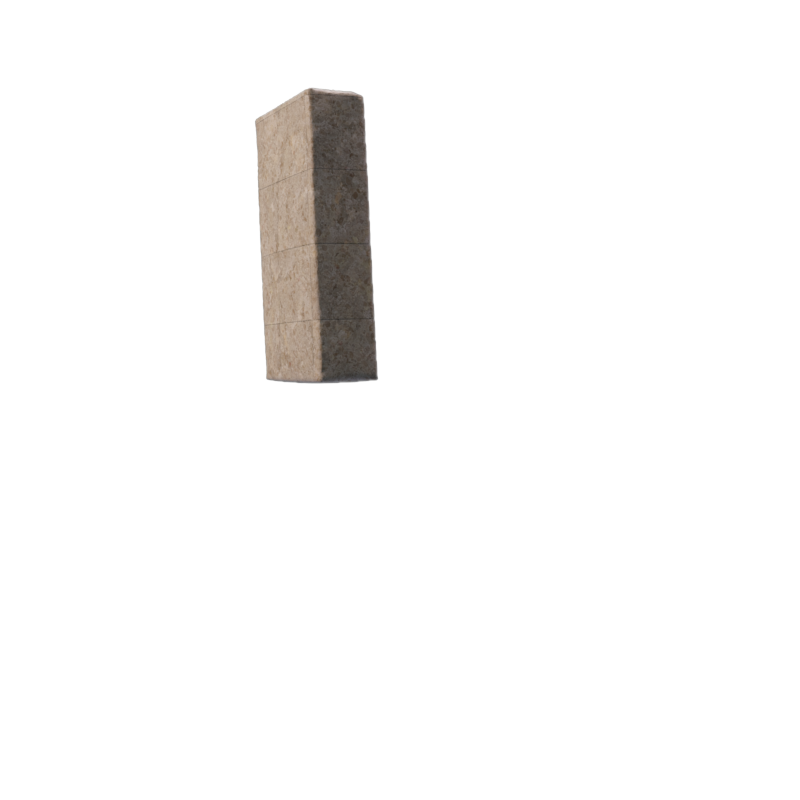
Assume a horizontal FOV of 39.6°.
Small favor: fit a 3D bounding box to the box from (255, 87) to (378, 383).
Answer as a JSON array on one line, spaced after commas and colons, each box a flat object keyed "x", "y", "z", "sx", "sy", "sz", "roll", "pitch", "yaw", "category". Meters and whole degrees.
[{"x": -0.054, "y": -0.100, "z": 0.698, "sx": 0.046, "sy": 0.179, "sz": 0.095, "roll": 3, "pitch": -5, "yaw": -27, "category": "box"}]
